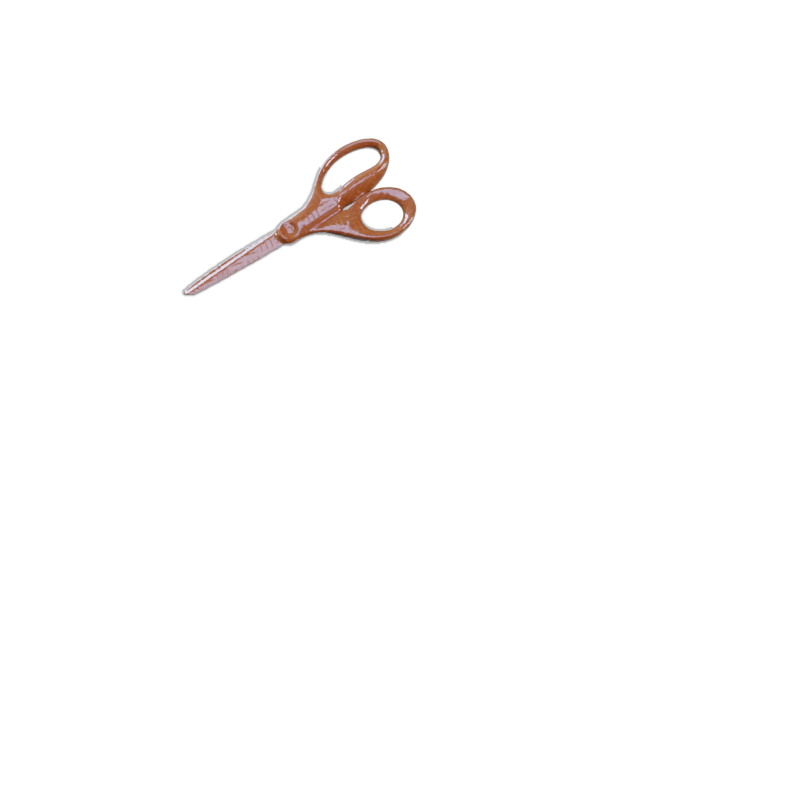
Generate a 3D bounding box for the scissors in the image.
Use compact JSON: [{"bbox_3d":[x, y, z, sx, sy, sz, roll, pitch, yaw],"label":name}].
[{"bbox_3d":[-0.069,-0.126,0.884,0.099,0.204,0.015,39,-15,12],"label":"scissors"}]
